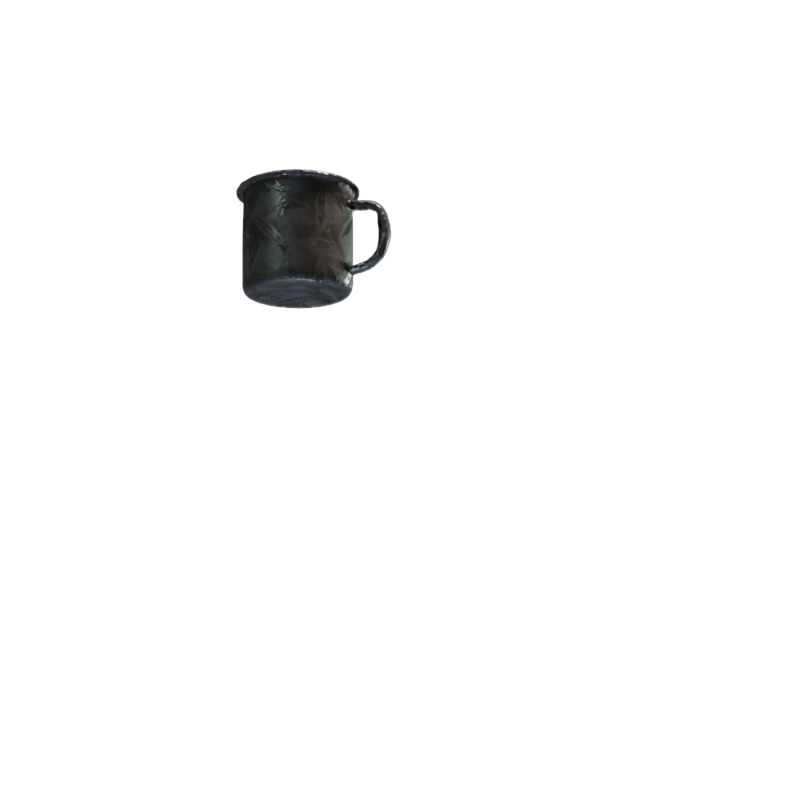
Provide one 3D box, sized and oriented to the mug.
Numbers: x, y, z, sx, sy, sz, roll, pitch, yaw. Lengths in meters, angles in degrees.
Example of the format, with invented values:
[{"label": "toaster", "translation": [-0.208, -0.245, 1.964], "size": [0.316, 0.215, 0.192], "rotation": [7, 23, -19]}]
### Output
[{"label": "mug", "translation": [-0.064, -0.117, 0.819], "size": [0.119, 0.085, 0.088], "rotation": [-3, -15, 12]}]
